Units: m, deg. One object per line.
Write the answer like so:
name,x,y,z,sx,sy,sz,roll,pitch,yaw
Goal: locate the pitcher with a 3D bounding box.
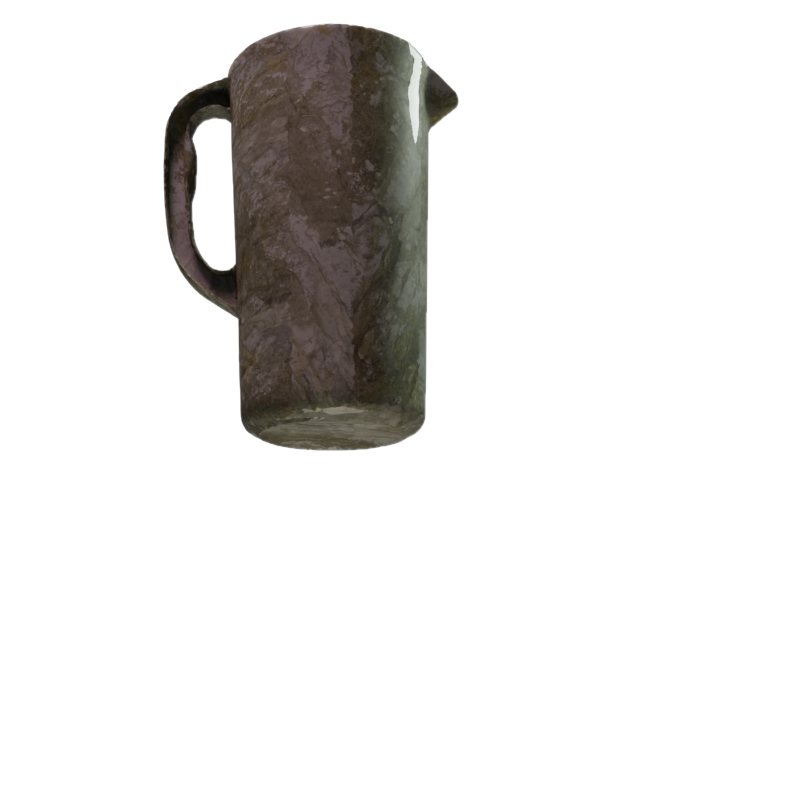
pitcher,-0.054,-0.098,0.686,0.151,0.255,0.136,-18,-25,40
